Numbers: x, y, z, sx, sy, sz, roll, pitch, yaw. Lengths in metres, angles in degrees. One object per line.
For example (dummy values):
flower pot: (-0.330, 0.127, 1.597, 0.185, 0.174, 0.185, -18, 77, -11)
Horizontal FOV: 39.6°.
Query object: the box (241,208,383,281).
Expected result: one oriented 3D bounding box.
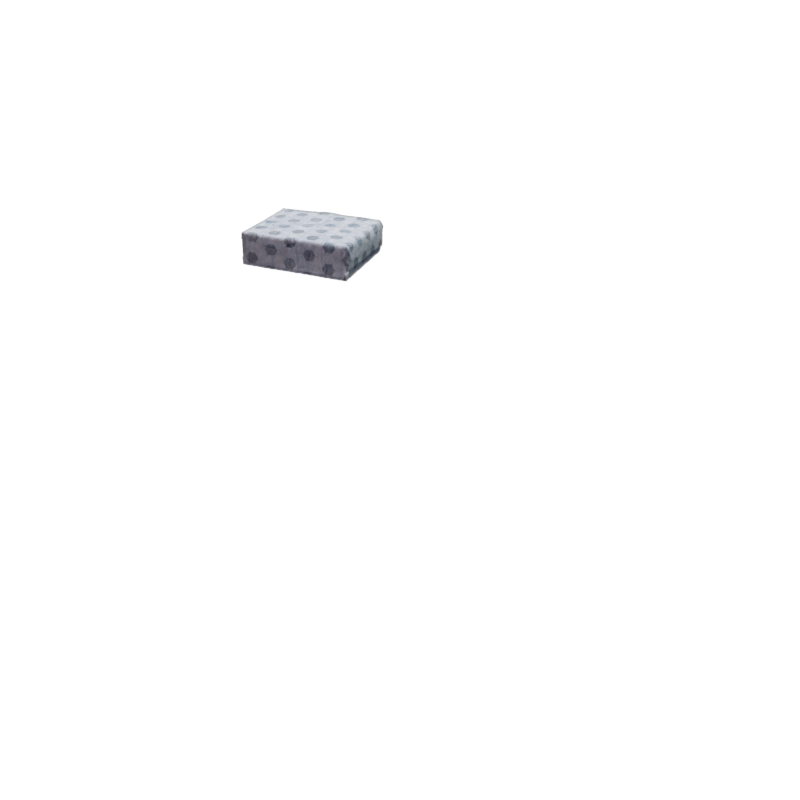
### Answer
box: (-0.067, -0.122, 0.857, 0.092, 0.029, 0.074, 10, 26, 20)
